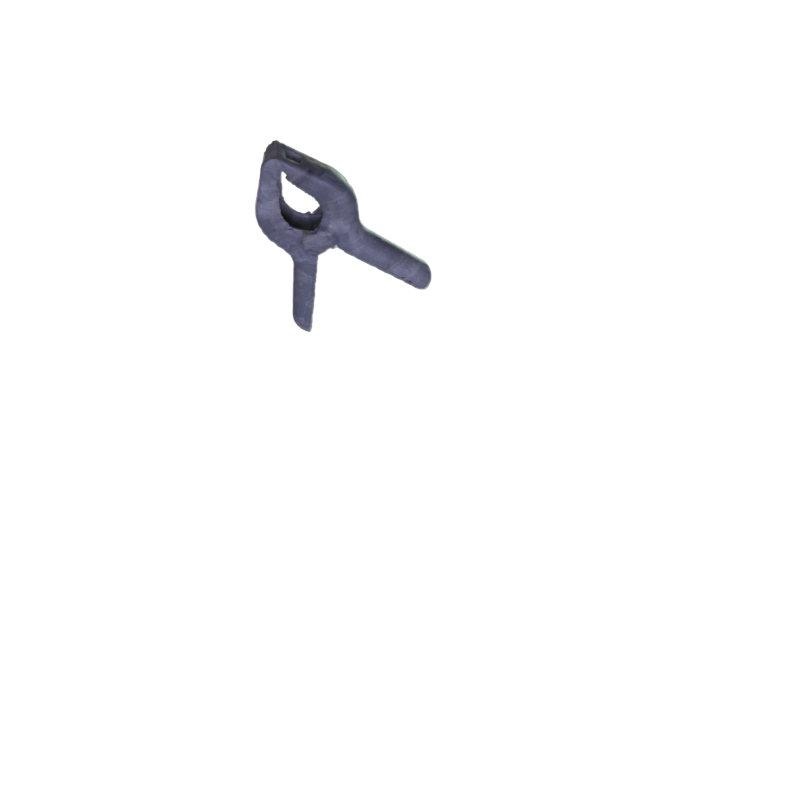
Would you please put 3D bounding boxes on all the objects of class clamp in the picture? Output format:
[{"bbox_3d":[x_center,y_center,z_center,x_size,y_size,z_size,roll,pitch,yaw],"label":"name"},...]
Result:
[{"bbox_3d":[-0.068,-0.124,0.868,0.120,0.161,0.042,-31,28,18],"label":"clamp"}]
